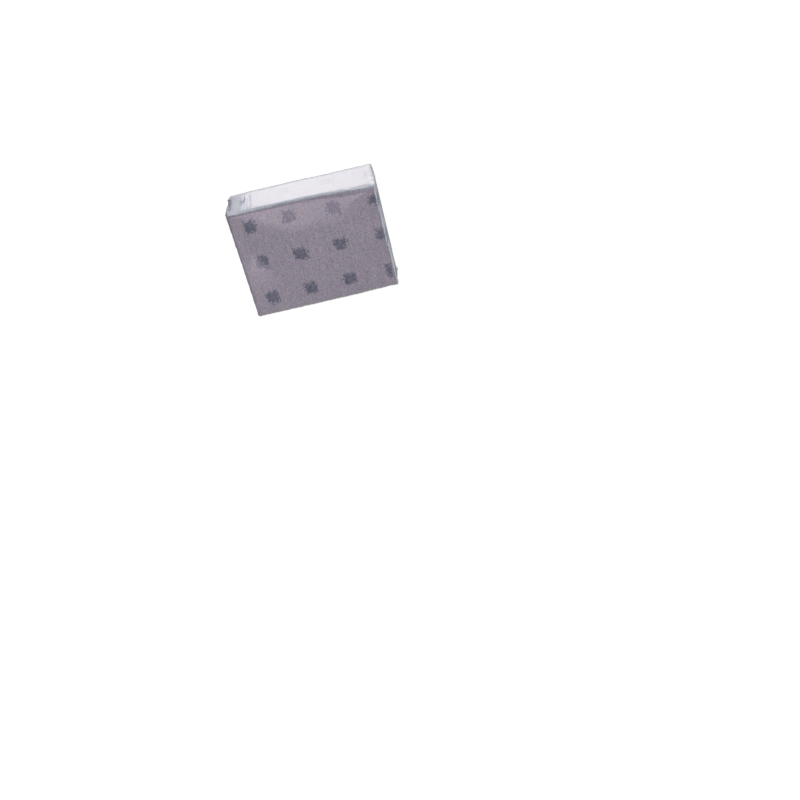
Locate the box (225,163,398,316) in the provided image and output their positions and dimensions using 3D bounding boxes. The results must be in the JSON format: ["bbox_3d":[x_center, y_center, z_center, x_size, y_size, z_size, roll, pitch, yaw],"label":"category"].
[{"bbox_3d":[-0.065,-0.119,0.831,0.114,0.084,0.041,-11,31,6],"label":"box"}]
